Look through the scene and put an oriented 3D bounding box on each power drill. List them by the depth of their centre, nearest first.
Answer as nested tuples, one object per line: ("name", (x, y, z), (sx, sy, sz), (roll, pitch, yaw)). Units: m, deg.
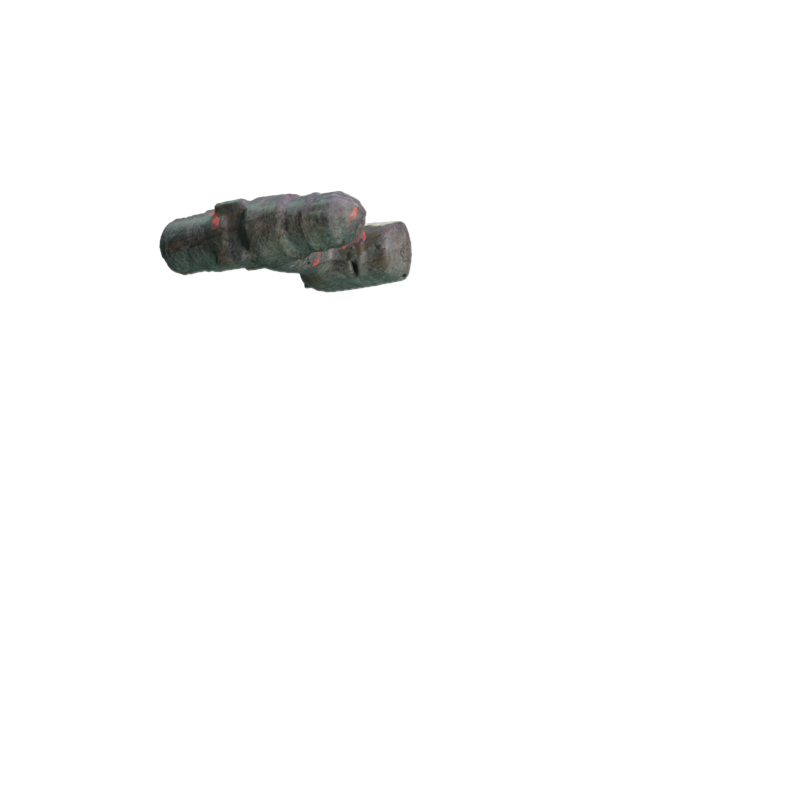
("power drill", (-0.070, -0.127, 0.888), (0.190, 0.058, 0.179), (-2, -3, 34))
